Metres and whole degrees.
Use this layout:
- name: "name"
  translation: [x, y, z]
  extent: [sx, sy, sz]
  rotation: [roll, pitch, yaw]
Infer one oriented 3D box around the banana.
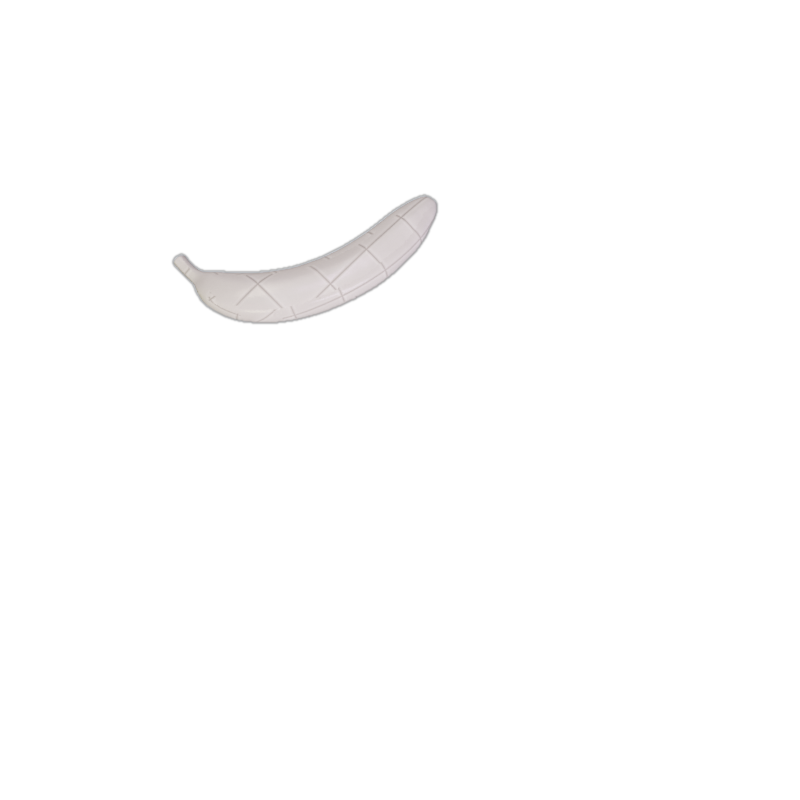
- name: "banana"
  translation: [-0.062, -0.095, 0.796]
  extent: [0.197, 0.072, 0.036]
  rotation: [-13, -12, -3]
